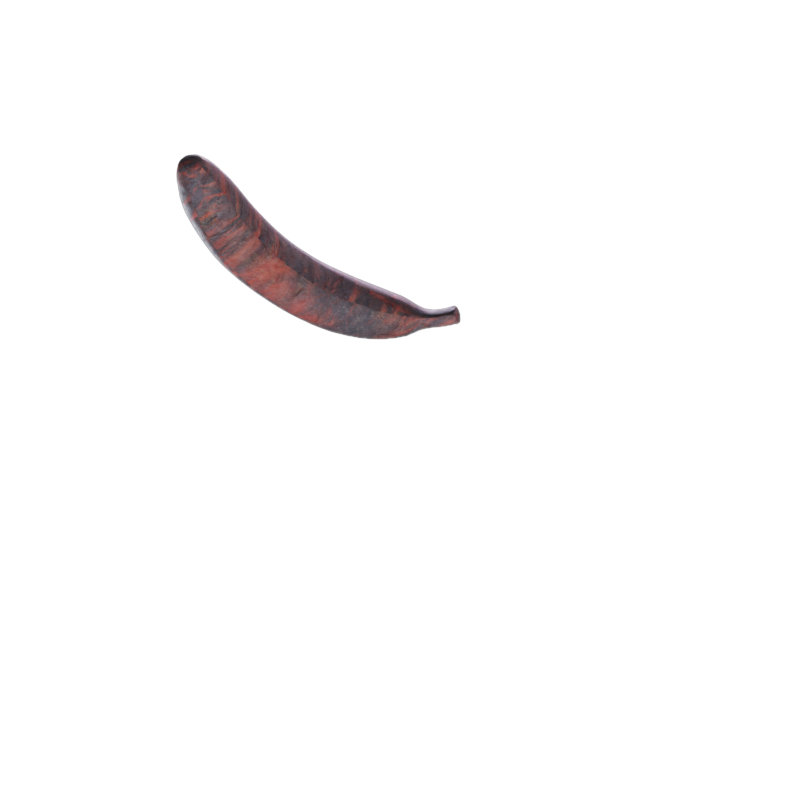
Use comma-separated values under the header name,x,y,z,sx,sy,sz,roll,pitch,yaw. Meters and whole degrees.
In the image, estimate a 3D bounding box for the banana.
name,x,y,z,sx,sy,sz,roll,pitch,yaw
banana,-0.059,-0.081,0.653,0.188,0.039,0.068,26,-49,-26
